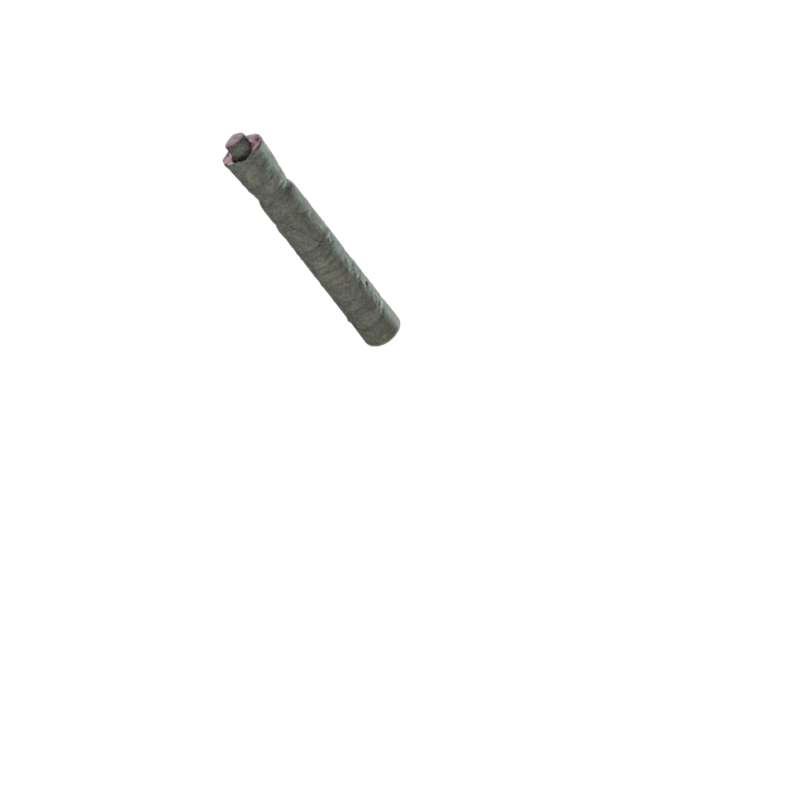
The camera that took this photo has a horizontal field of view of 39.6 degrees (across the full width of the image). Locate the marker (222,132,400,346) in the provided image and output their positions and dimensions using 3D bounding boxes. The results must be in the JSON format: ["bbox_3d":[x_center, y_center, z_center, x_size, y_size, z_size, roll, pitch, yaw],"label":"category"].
[{"bbox_3d":[-0.037,-0.068,0.474,0.021,0.020,0.112,2,-39,45],"label":"marker"}]
